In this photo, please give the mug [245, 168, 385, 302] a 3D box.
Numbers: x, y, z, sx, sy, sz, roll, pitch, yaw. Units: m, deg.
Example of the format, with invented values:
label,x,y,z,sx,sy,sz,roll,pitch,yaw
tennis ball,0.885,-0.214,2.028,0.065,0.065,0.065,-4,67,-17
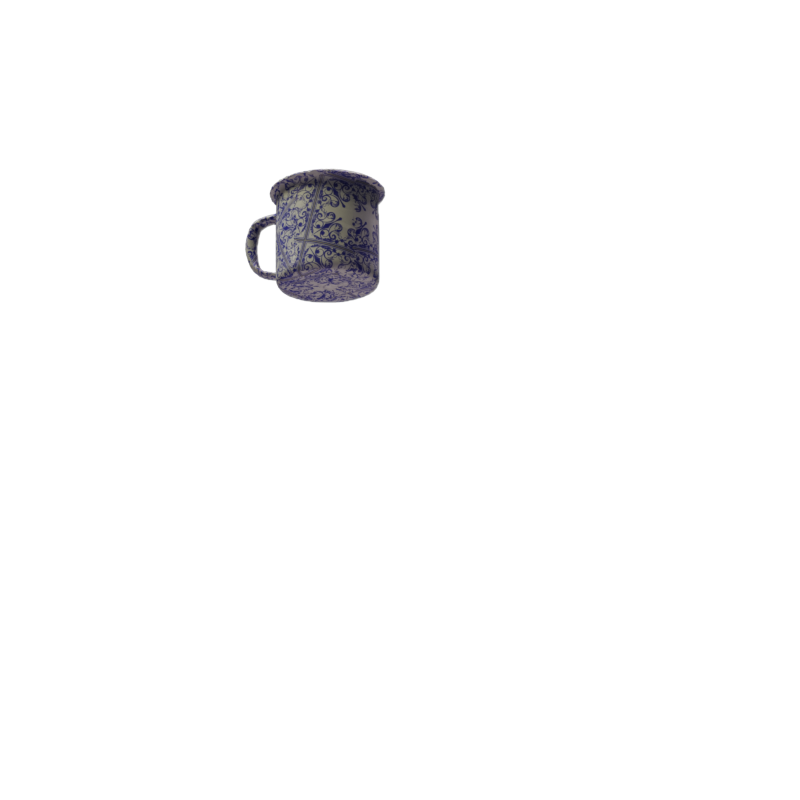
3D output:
label,x,y,z,sx,sy,sz,roll,pitch,yaw
mug,-0.069,-0.126,0.881,0.119,0.085,0.088,-6,-18,17
